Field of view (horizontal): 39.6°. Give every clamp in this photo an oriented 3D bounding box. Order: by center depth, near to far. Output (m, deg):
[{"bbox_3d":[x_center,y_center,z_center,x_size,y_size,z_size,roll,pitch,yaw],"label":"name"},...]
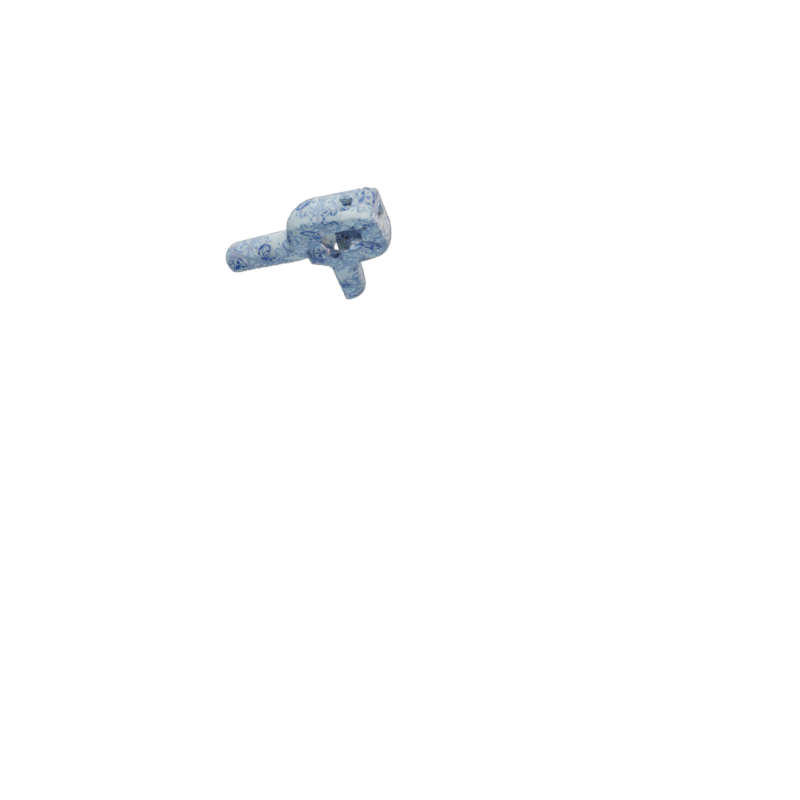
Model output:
[{"bbox_3d":[-0.067,-0.122,0.857,0.118,0.041,0.167,5,-18,-15],"label":"clamp"}]
